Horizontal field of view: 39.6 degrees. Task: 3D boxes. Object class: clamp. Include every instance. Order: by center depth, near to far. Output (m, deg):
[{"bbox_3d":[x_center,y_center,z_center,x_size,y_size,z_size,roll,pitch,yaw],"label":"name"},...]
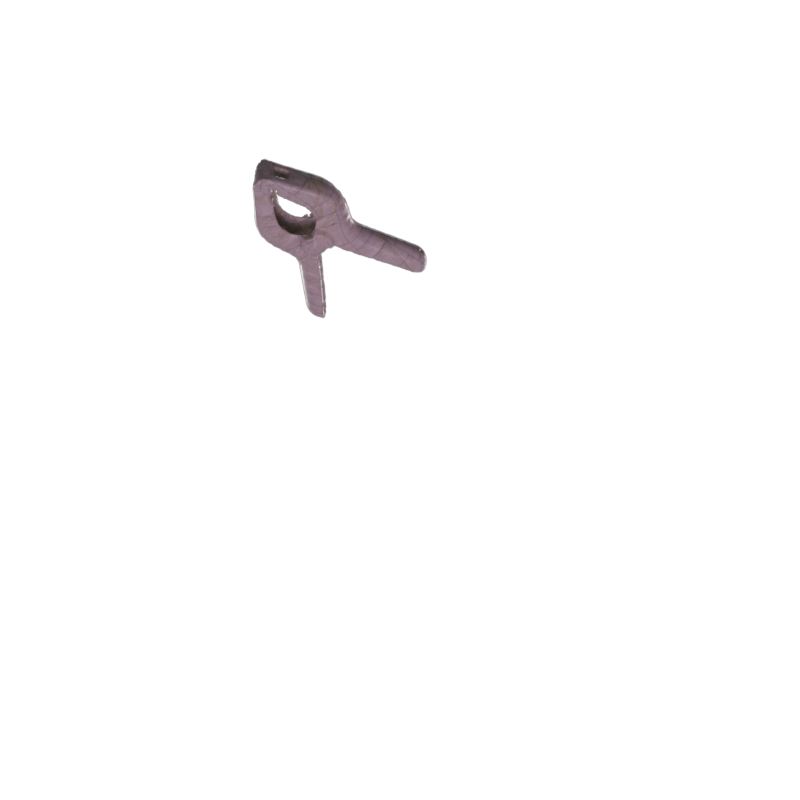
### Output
[{"bbox_3d":[-0.074,-0.135,0.944,0.119,0.042,0.161,-37,-59,27],"label":"clamp"}]
